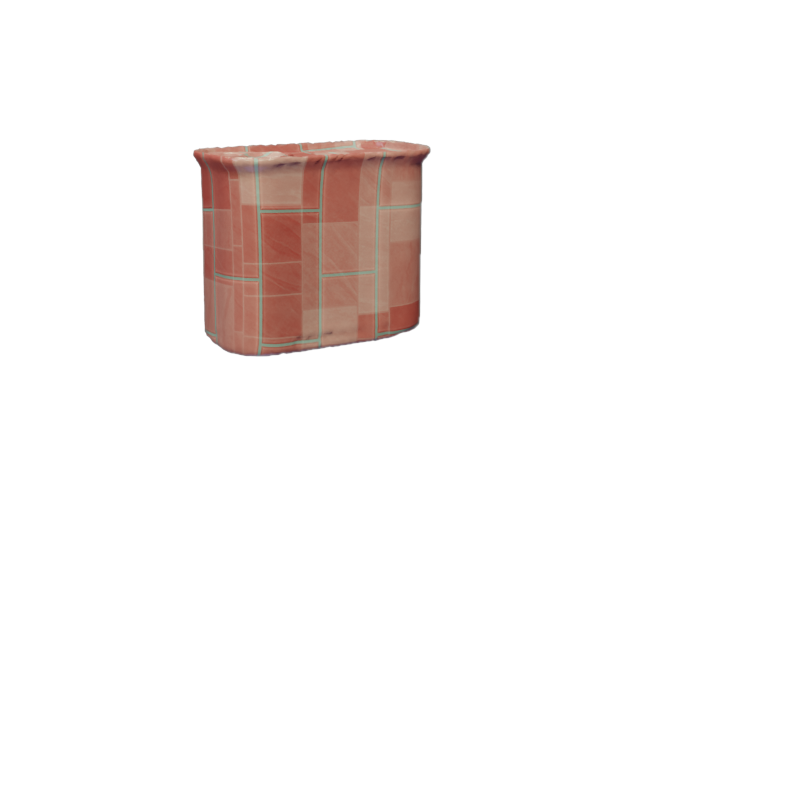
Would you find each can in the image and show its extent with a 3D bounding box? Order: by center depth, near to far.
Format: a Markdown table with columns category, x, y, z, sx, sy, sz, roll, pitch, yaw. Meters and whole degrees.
| category | x | y | z | sx | sy | sz | roll | pitch | yaw |
| --- | --- | --- | --- | --- | --- | --- | --- | --- | --- |
| can | -0.038 | -0.070 | 0.490 | 0.099 | 0.082 | 0.061 | -8 | 15 | -29 |
